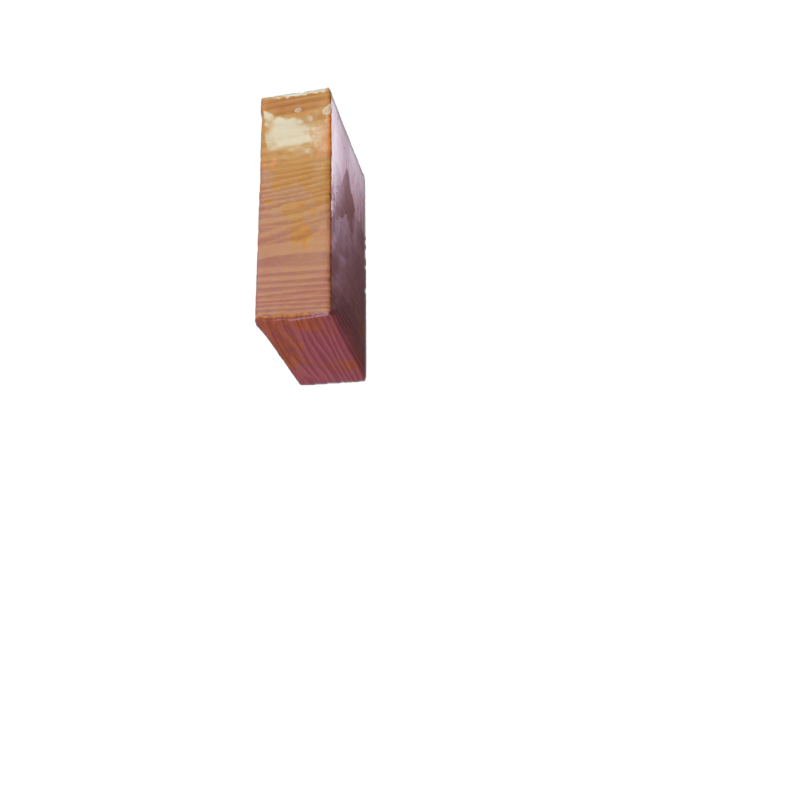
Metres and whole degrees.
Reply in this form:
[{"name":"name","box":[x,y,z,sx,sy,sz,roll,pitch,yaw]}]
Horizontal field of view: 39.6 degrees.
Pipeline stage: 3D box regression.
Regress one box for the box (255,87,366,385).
[{"name":"box","box":[-0.077,-0.140,0.979,0.073,0.226,0.154,-6,-23,8]}]
